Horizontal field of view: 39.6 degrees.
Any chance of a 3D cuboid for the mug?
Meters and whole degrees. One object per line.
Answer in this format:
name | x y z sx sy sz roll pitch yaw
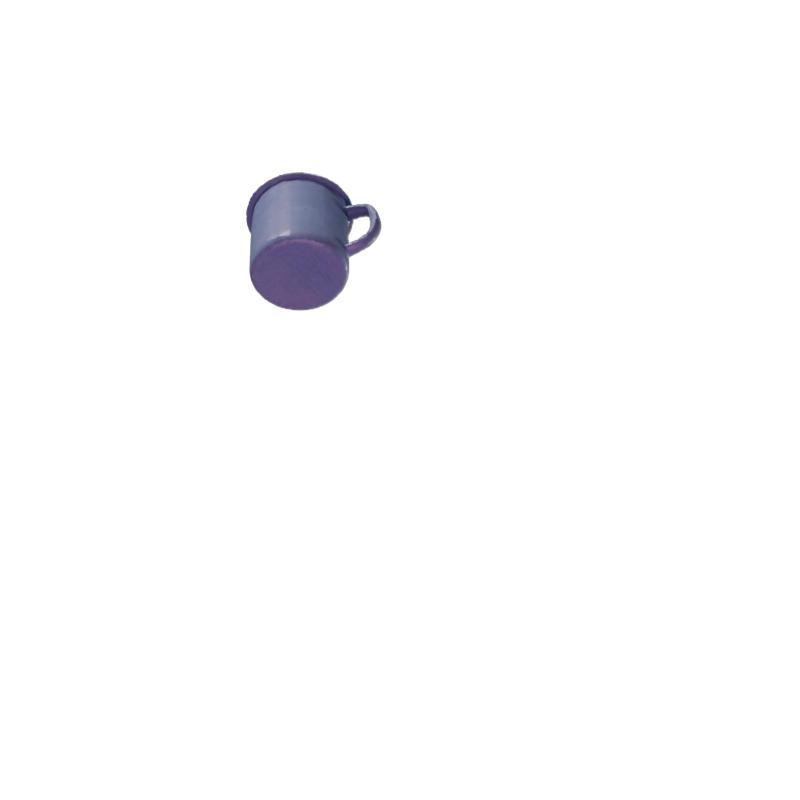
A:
mug | -0.072 -0.131 0.920 0.118 0.086 0.087 -12 41 9
